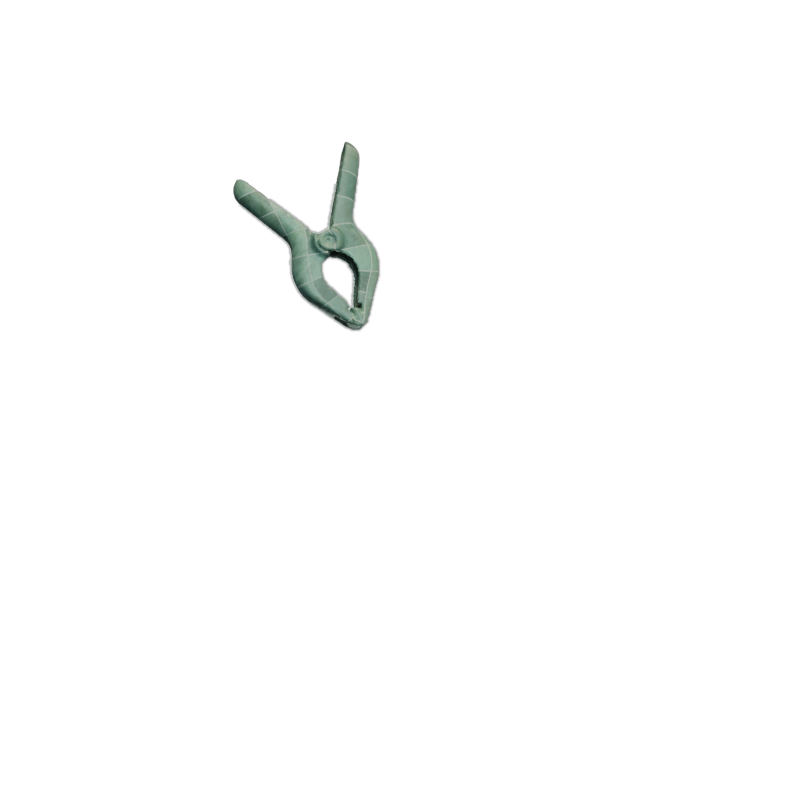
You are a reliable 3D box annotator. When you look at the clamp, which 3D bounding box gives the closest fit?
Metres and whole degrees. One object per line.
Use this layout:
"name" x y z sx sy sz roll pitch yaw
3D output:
"clamp" -0.078 -0.142 0.994 0.120 0.178 0.038 -14 -15 -4
